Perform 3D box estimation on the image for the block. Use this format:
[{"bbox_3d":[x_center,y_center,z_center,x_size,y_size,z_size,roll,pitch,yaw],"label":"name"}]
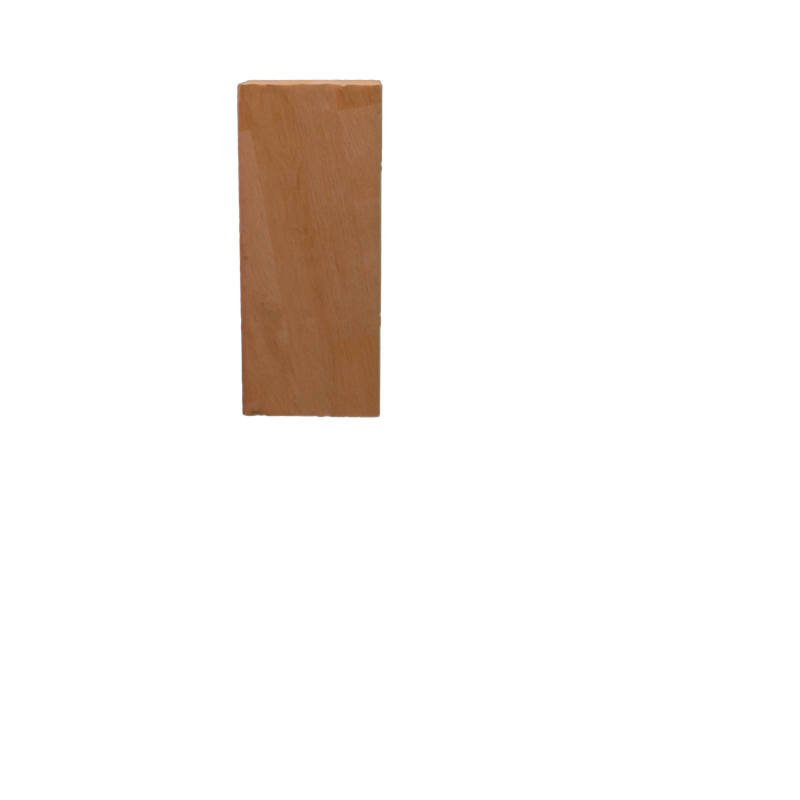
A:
[{"bbox_3d":[-0.057,-0.103,0.718,0.090,0.201,0.093,1,12,-1],"label":"block"}]
